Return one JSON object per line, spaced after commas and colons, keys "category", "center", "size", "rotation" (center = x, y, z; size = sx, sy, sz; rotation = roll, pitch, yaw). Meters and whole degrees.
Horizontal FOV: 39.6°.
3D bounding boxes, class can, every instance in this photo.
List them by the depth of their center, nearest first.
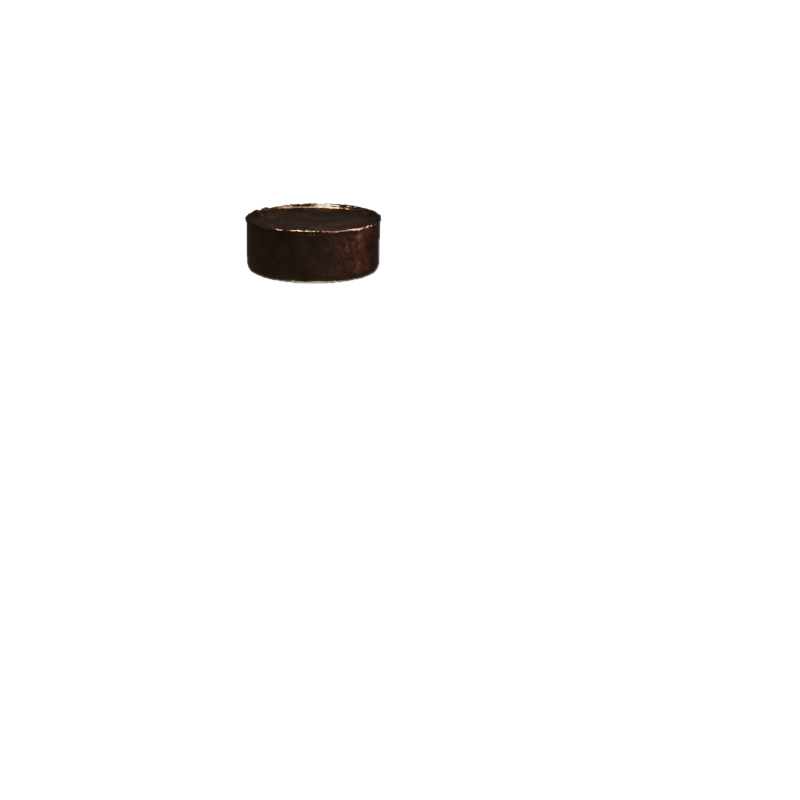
{"category": "can", "center": [-0.055, -0.100, 0.701], "size": [0.086, 0.032, 0.089], "rotation": [-1, 20, -2]}
